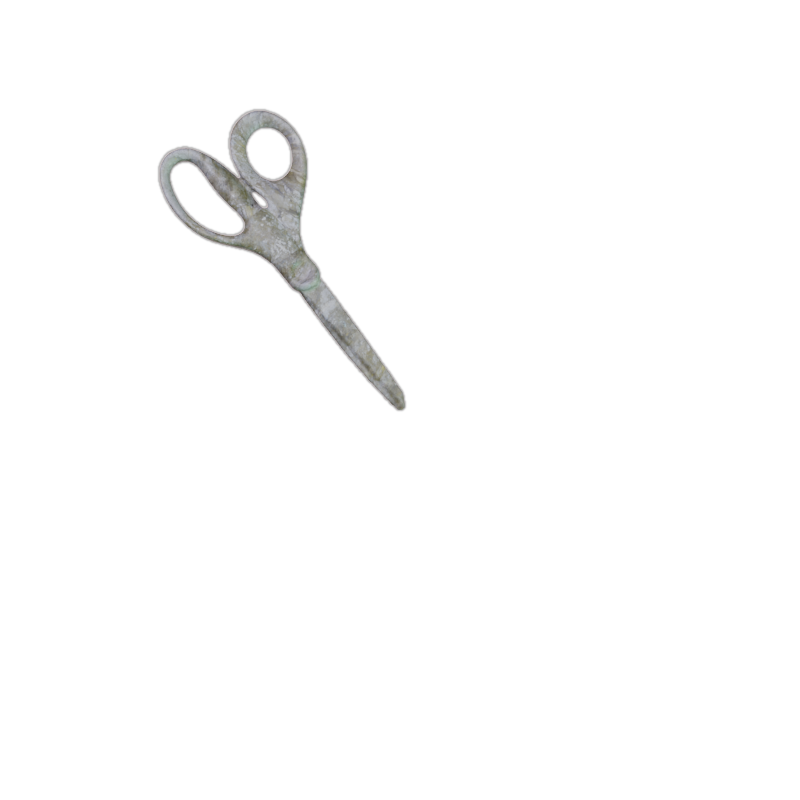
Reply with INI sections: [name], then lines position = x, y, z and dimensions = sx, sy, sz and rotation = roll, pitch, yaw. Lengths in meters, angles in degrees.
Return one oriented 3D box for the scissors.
[scissors]
position = -0.051, -0.093, 0.653
dimensions = 0.205, 0.097, 0.015
rotation = 37, -9, 7
